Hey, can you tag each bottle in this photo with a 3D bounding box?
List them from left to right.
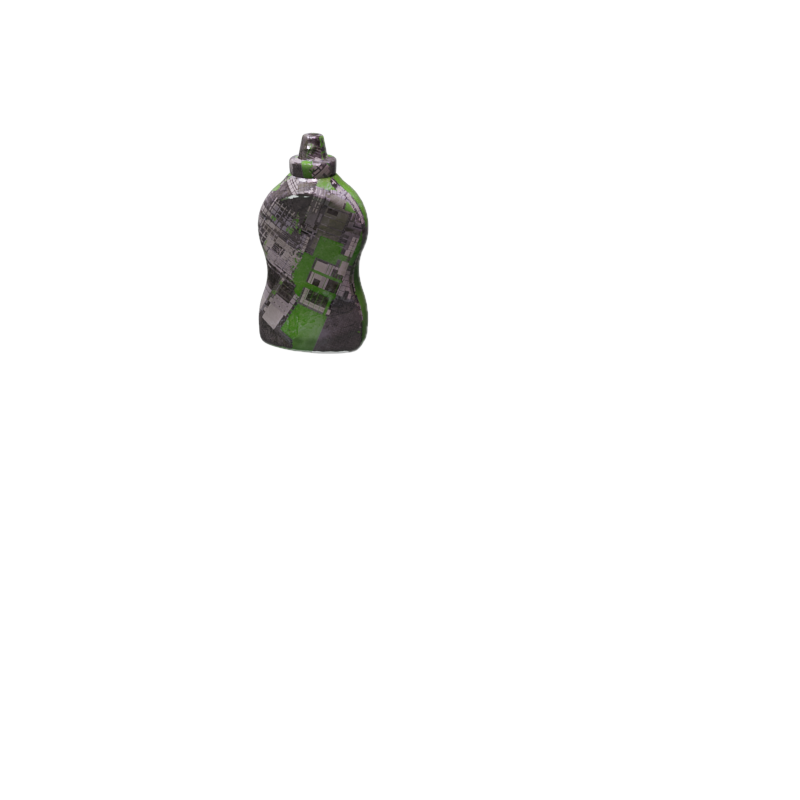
[{"bbox_3d":[-0.076,-0.139,0.972,0.098,0.184,0.059,6,19,14],"label":"bottle"}]
